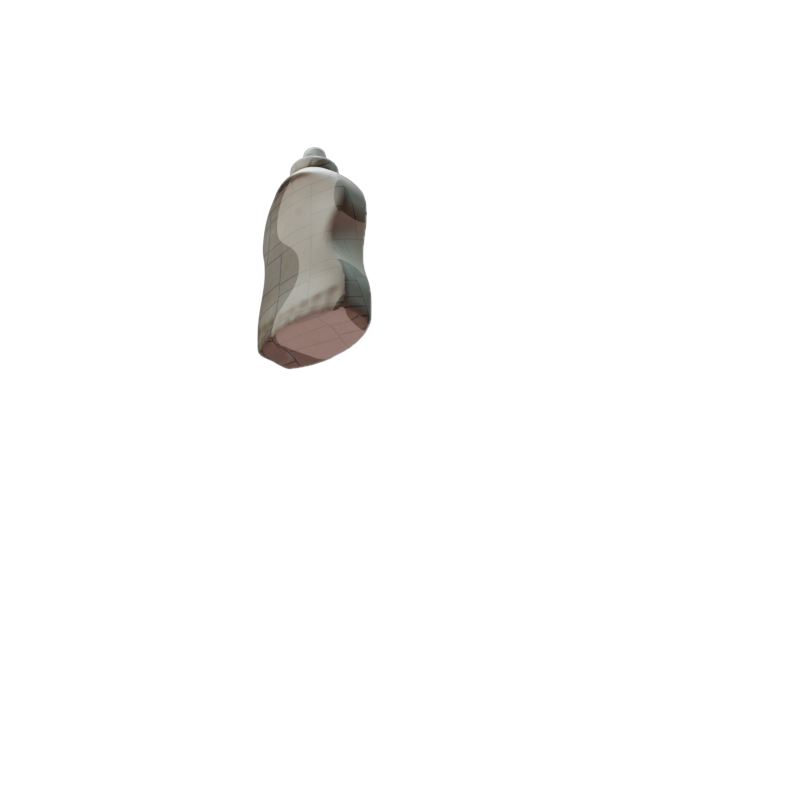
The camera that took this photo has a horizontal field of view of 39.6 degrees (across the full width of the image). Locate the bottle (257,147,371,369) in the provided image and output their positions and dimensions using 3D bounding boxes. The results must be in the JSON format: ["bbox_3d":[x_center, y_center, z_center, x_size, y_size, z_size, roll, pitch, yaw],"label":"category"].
[{"bbox_3d":[-0.069,-0.126,0.881,0.096,0.205,0.055,-31,-43,34],"label":"bottle"}]
